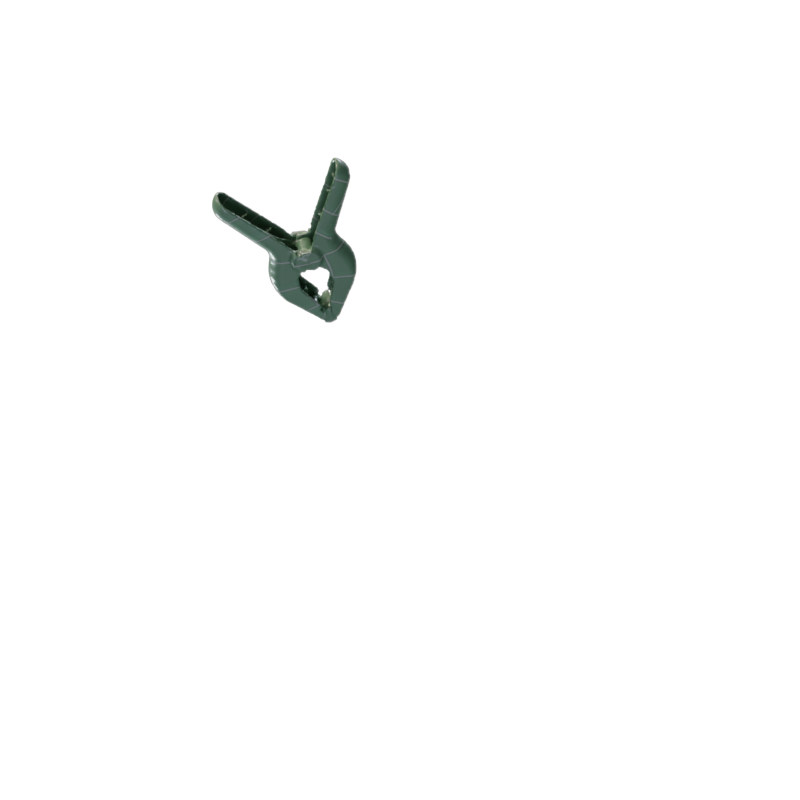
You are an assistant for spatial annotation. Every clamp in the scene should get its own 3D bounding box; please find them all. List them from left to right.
[{"bbox_3d":[-0.077,-0.140,0.980,0.121,0.042,0.158,-17,-44,17],"label":"clamp"}]
